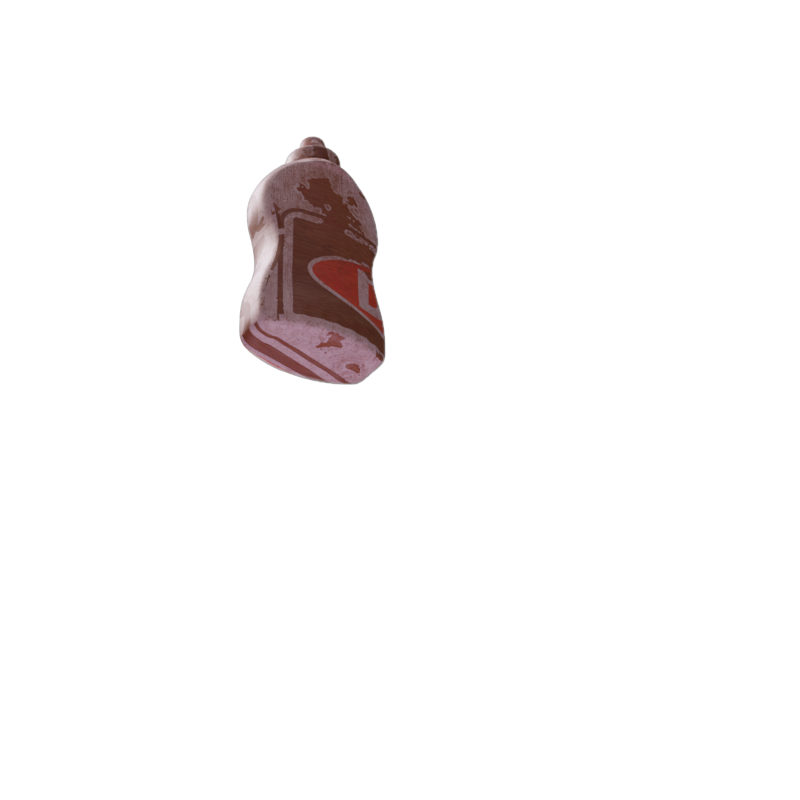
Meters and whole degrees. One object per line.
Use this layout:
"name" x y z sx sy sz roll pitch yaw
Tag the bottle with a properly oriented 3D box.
"bottle" -0.060 -0.109 0.764 0.092 0.205 0.057 18 -41 -25
